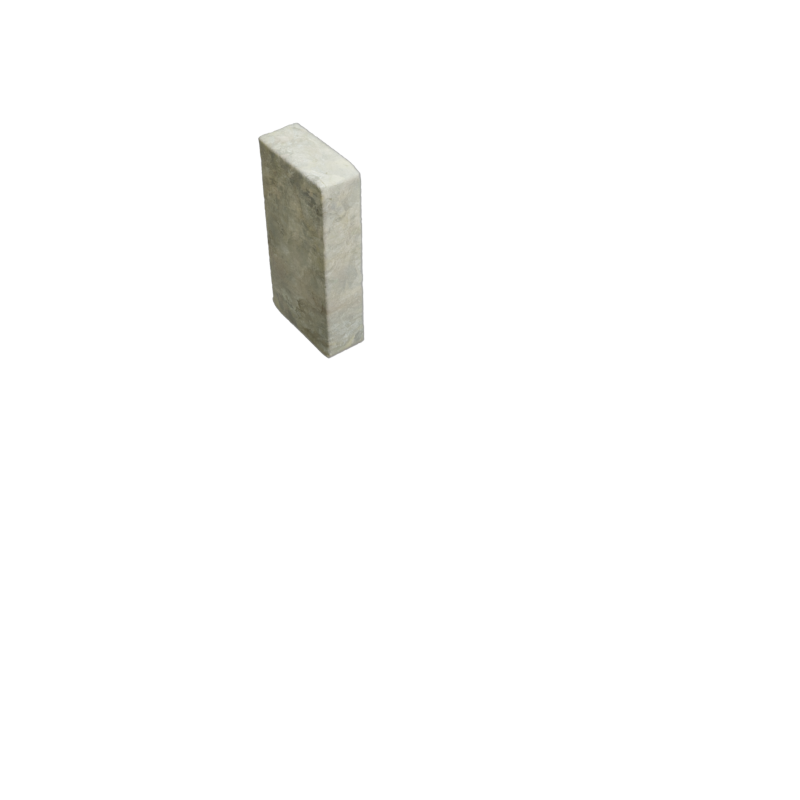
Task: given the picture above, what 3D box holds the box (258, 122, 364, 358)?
[{"bbox_3d":[-0.071,-0.131,0.915,0.048,0.164,0.101,-23,46,-28],"label":"box"}]
